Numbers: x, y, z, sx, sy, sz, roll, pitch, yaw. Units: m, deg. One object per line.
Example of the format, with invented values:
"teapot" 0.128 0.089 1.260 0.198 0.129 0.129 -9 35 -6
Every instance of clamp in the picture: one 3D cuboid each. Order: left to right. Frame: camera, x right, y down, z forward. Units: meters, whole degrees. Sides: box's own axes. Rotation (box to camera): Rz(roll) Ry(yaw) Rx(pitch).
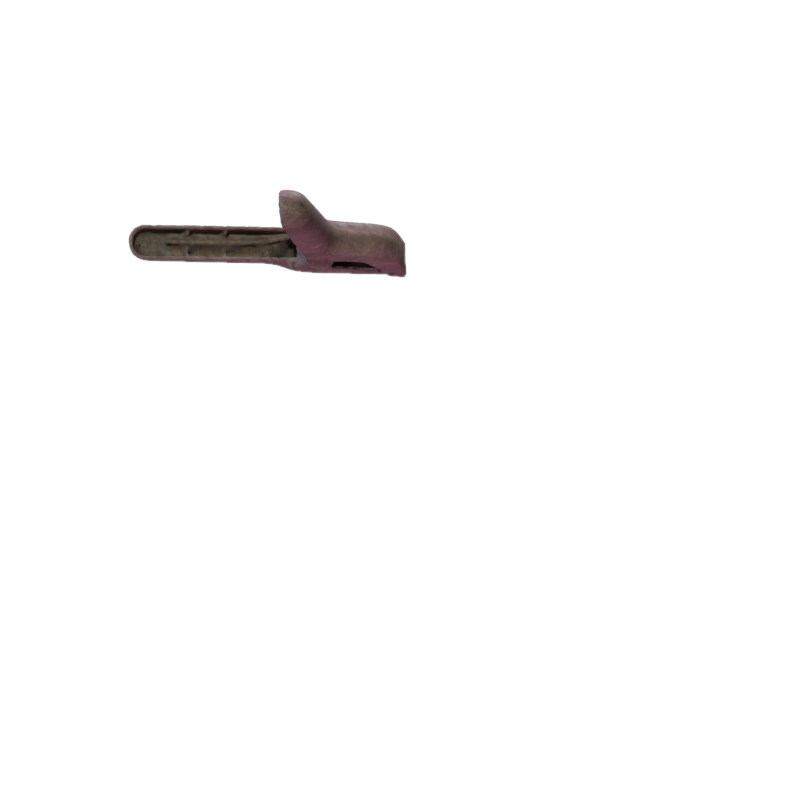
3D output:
"clamp" -0.061 -0.111 0.778 0.201 0.037 0.169 2 -3 -40
